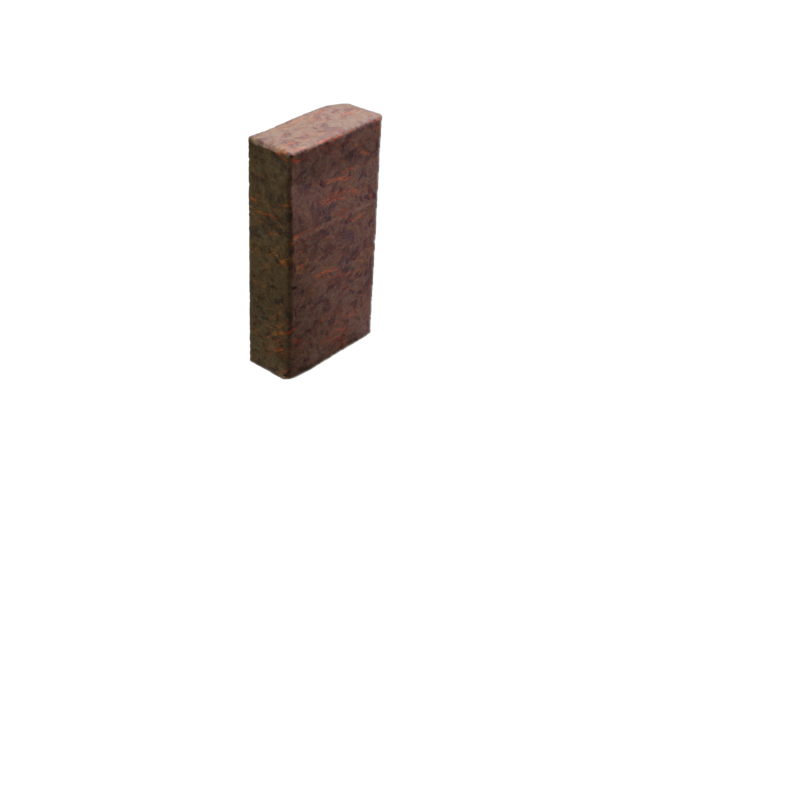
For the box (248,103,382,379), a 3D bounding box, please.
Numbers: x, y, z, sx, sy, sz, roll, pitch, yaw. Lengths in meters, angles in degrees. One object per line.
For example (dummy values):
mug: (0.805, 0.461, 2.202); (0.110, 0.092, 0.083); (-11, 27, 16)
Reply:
box: (-0.060, -0.109, 0.765); (0.051, 0.166, 0.093); (23, 36, 33)
